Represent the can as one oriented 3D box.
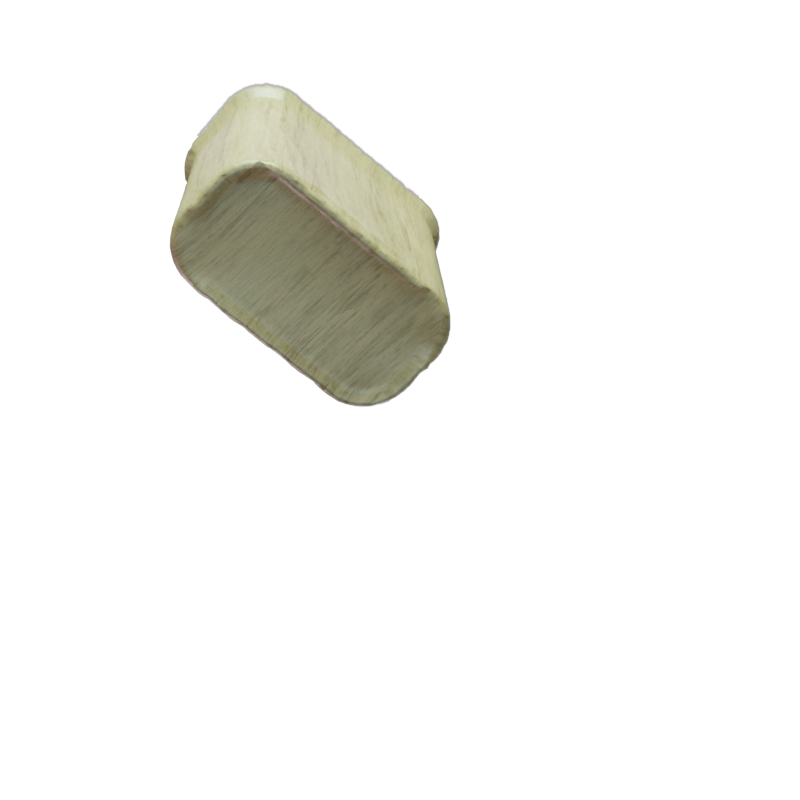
[{"bbox_3d":[-0.031,-0.056,0.394,0.098,0.057,0.088,37,19,-18],"label":"can"}]
